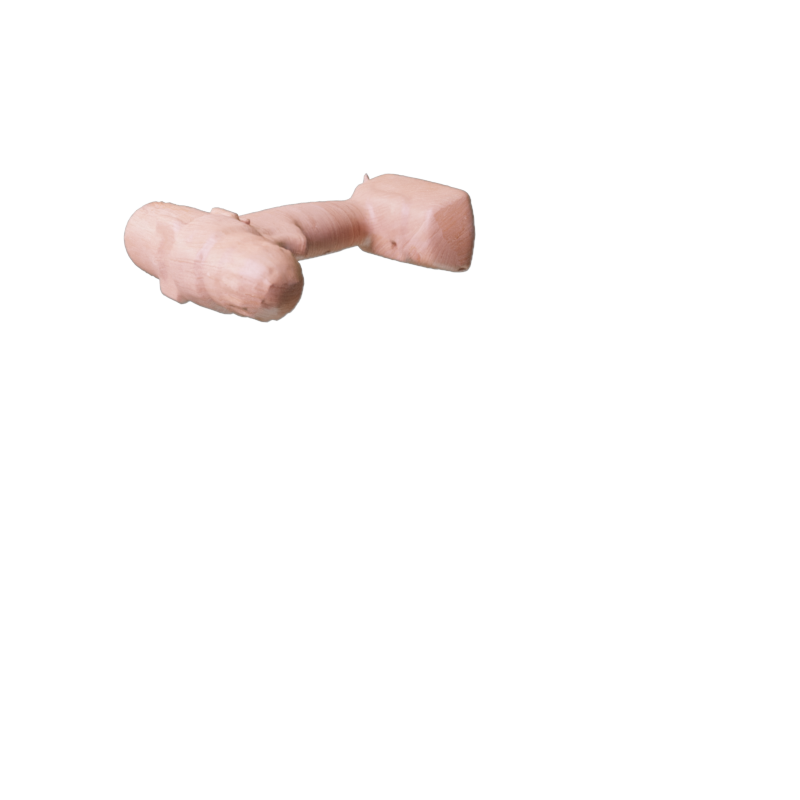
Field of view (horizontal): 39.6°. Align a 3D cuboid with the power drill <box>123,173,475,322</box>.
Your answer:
[{"bbox_3d":[-0.051,-0.094,0.656,0.183,0.055,0.196,-11,22,-30],"label":"power drill"}]
